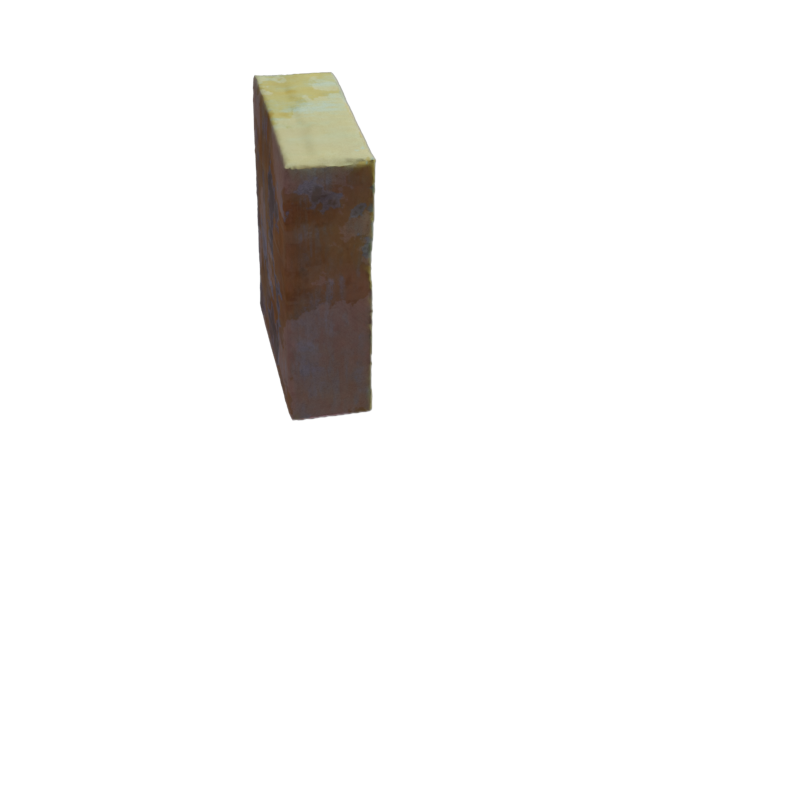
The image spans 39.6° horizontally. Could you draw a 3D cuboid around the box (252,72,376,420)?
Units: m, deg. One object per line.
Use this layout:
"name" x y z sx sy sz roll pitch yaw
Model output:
"box" -0.066 -0.120 0.840 0.071 0.201 0.177 -5 35 -12
